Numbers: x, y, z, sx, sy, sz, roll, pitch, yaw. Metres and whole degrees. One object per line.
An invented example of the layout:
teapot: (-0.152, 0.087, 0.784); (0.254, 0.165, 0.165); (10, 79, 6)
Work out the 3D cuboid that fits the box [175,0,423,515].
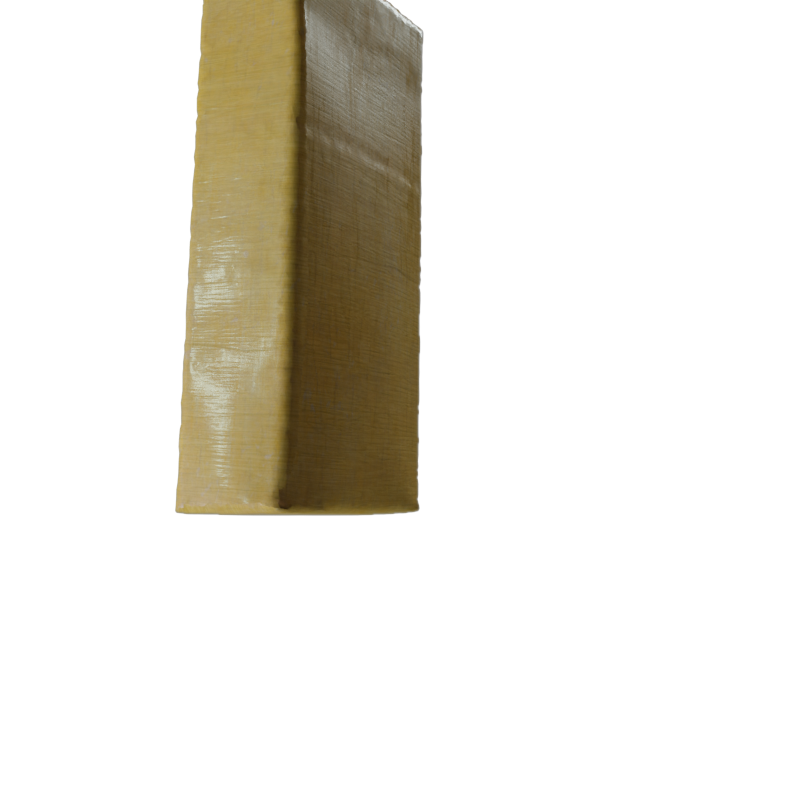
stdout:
box: (-0.029, -0.052, 0.368); (0.049, 0.181, 0.088); (-7, -12, 26)
